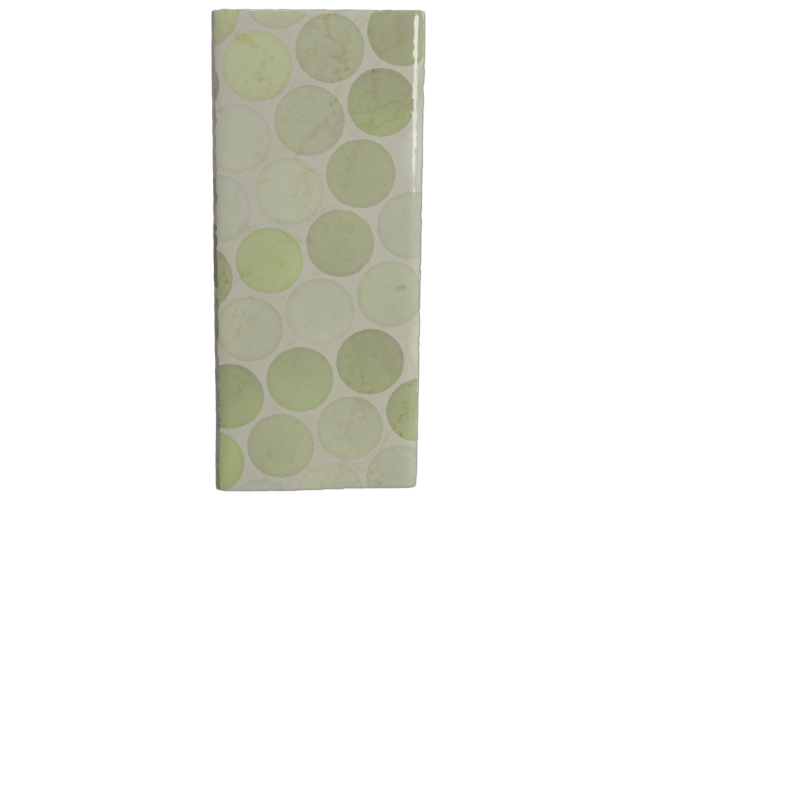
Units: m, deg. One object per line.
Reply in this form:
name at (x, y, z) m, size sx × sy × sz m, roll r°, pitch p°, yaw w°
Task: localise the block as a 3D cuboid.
block at (-0.039, -0.073, 0.510) m, size 0.090 × 0.202 × 0.093 m, roll 0°, pitch 10°, yaw -5°
